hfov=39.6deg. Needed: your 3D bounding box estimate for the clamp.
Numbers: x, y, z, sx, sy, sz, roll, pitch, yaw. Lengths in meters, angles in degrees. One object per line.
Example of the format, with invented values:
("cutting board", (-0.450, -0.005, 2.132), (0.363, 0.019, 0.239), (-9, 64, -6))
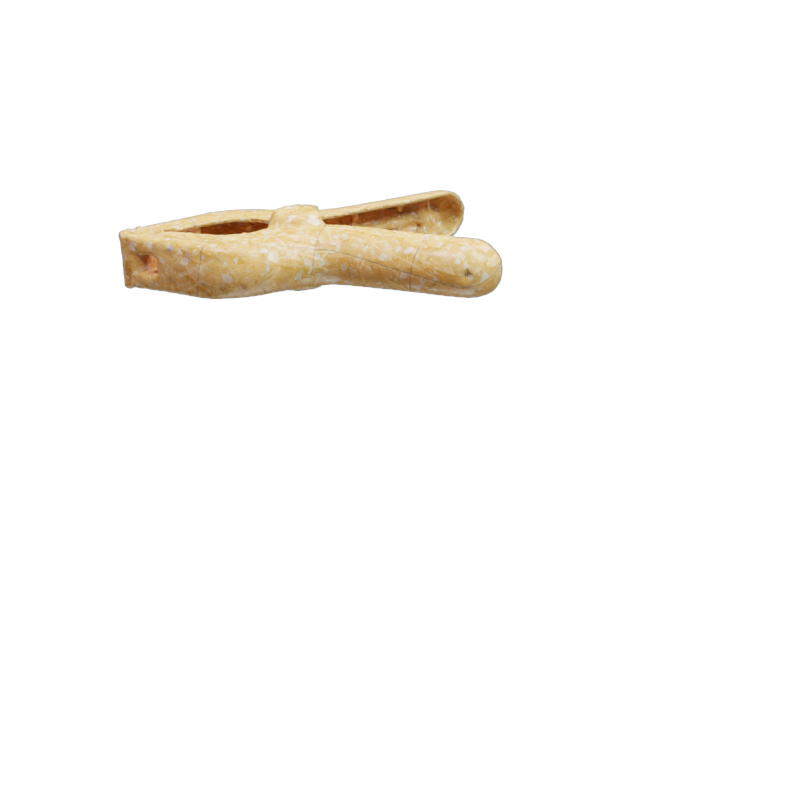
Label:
("clamp", (-0.041, -0.074, 0.518), (0.173, 0.038, 0.123), (2, 16, 6))
